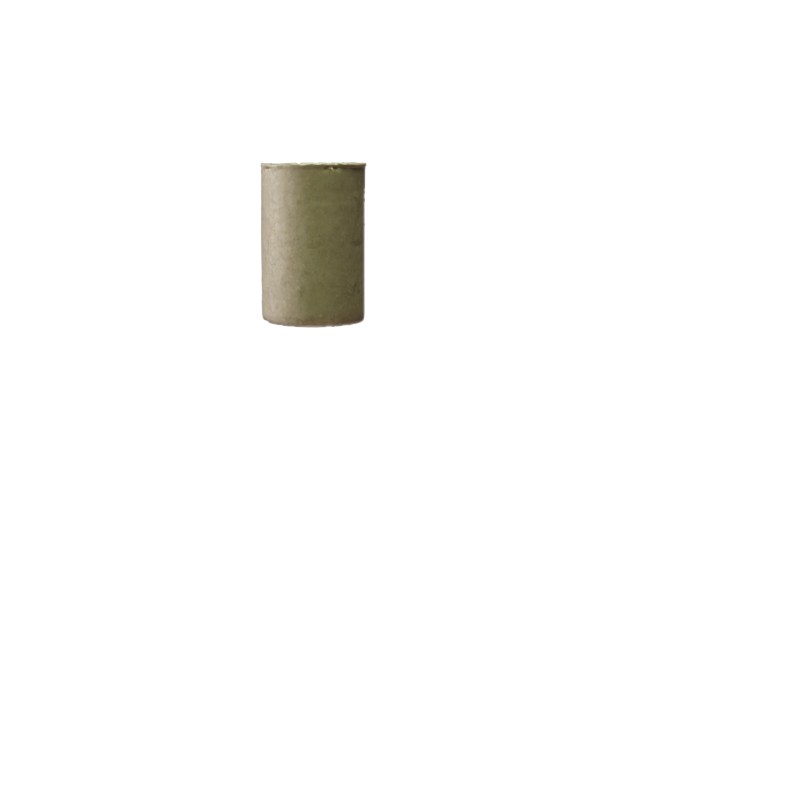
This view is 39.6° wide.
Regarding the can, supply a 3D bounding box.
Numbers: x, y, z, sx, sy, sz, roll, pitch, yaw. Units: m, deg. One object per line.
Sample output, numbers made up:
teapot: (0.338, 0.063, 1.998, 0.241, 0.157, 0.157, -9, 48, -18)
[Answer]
can: (-0.056, -0.102, 0.713, 0.068, 0.101, 0.070, 0, 6, -2)
